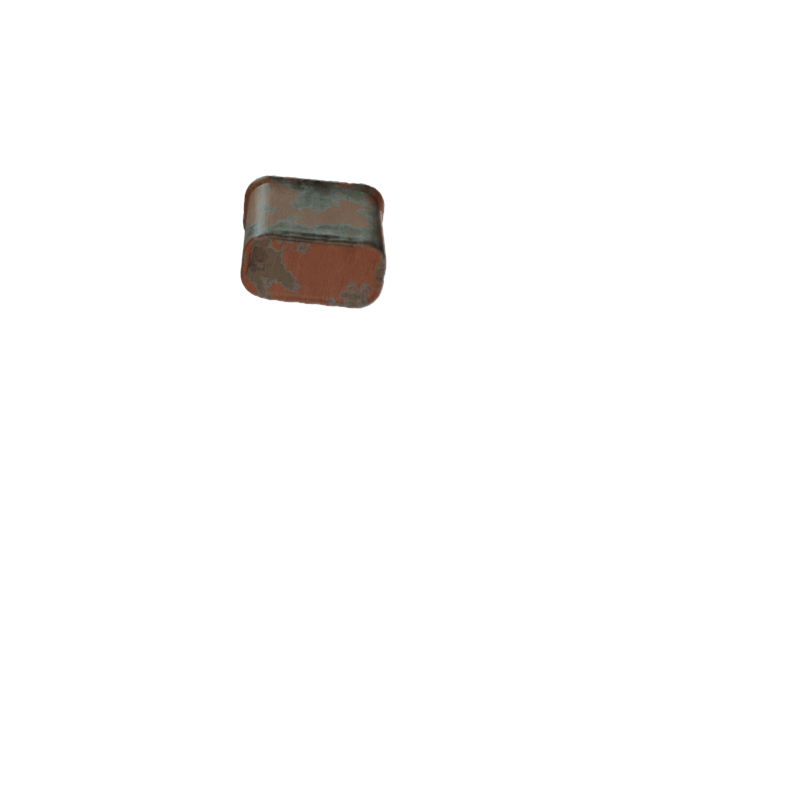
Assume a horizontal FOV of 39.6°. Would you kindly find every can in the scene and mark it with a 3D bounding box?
[{"bbox_3d":[-0.060,-0.110,0.770,0.101,0.054,0.089,4,34,-5],"label":"can"}]
